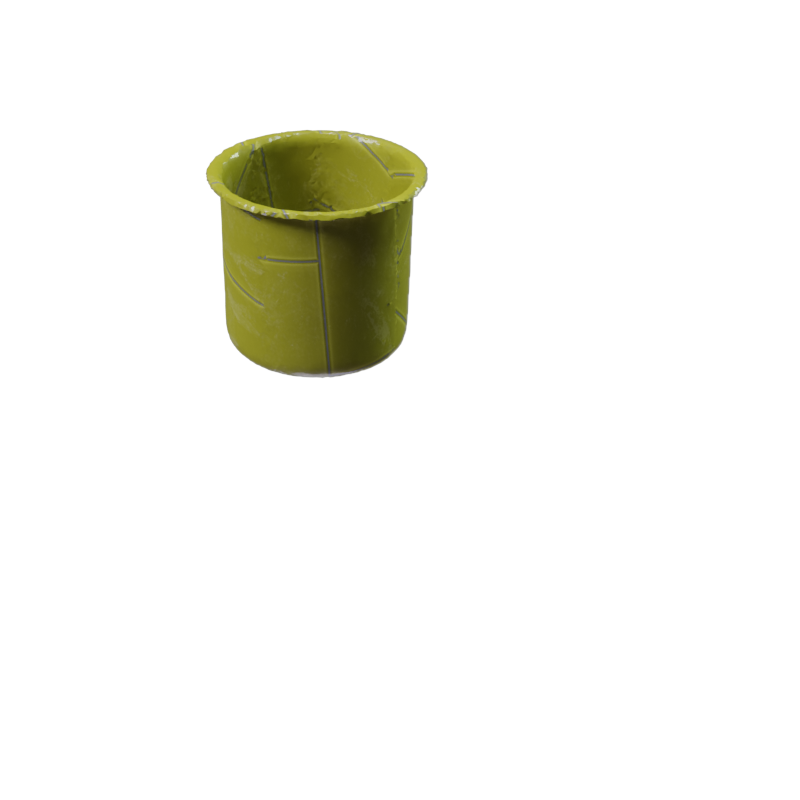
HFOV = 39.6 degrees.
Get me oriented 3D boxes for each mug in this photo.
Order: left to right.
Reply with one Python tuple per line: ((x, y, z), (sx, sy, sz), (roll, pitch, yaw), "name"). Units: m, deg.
((-0.039, -0.071, 0.494), (0.092, 0.077, 0.126), (-5, 32, -9), "mug")
